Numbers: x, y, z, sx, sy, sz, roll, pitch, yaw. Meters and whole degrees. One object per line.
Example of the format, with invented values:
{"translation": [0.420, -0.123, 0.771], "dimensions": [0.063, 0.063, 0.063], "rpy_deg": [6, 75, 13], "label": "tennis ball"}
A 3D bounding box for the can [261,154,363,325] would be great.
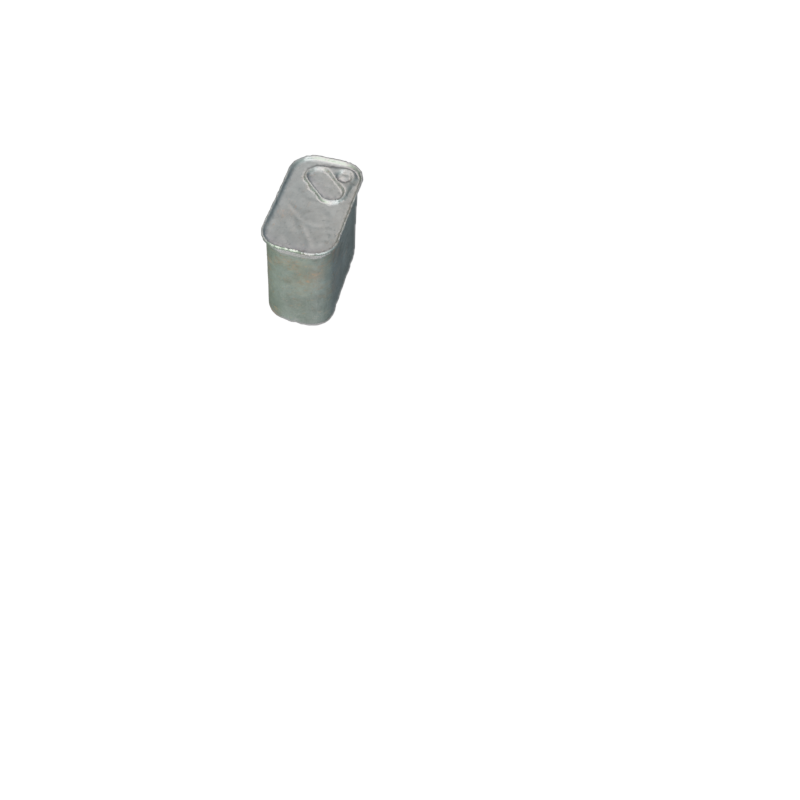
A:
{"translation": [-0.066, -0.120, 0.838], "dimensions": [0.058, 0.107, 0.078], "rpy_deg": [12, -39, 7], "label": "can"}
